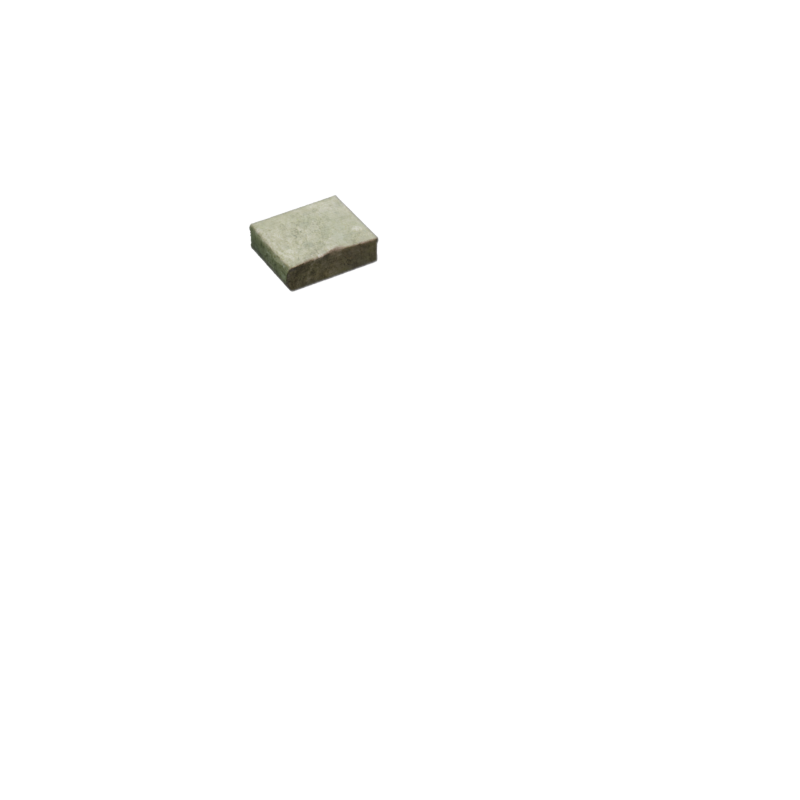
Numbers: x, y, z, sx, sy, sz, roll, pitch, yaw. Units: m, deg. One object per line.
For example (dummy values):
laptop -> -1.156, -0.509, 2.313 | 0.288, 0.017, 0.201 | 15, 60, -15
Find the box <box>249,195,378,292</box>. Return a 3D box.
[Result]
box -> -0.075, -0.136, 0.955 | 0.088, 0.028, 0.079 | -22, 46, -23
